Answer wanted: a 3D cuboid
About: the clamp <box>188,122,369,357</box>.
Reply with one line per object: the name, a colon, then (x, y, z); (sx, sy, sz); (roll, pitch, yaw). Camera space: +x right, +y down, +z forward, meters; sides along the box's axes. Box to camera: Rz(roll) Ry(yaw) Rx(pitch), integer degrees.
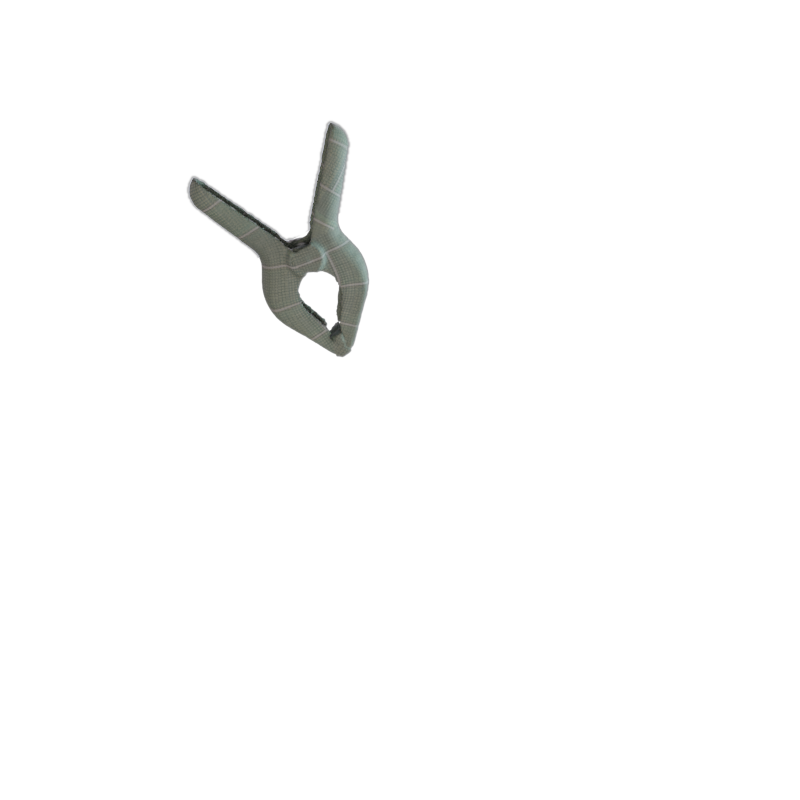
clamp: (-0.064, -0.116, 0.815); (0.120, 0.163, 0.041); (-28, 19, 10)
